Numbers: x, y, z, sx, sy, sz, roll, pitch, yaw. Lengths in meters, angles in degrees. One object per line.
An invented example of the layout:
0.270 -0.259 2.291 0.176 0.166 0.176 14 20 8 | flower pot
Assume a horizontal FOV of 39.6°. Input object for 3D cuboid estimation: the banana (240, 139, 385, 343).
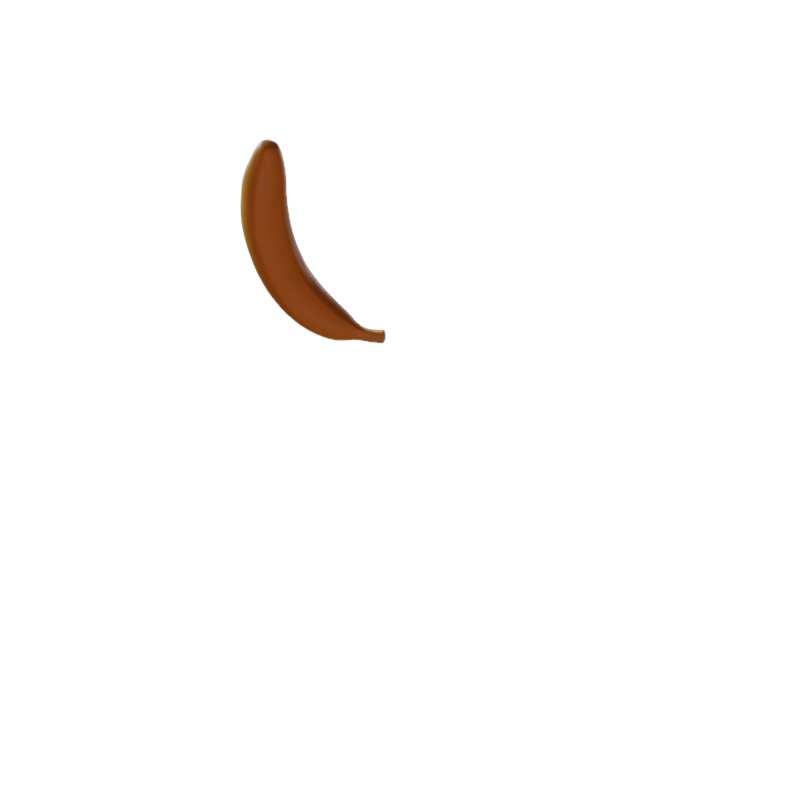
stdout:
-0.083 -0.114 0.870 0.070 0.185 0.039 -24 29 14 | banana
